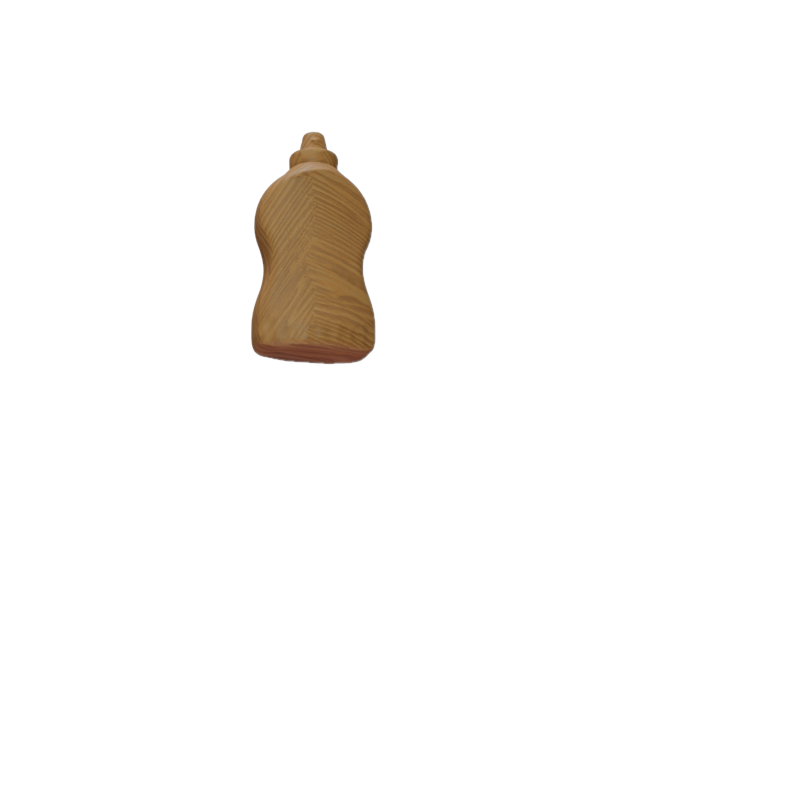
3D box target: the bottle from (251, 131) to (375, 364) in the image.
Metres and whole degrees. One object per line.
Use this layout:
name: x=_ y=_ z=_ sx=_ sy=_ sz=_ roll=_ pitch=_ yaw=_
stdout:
bottle: x=-0.070 y=-0.129 z=0.901 sx=0.094 sy=0.201 sz=0.057 roll=3 pitch=-21 yaw=-13
